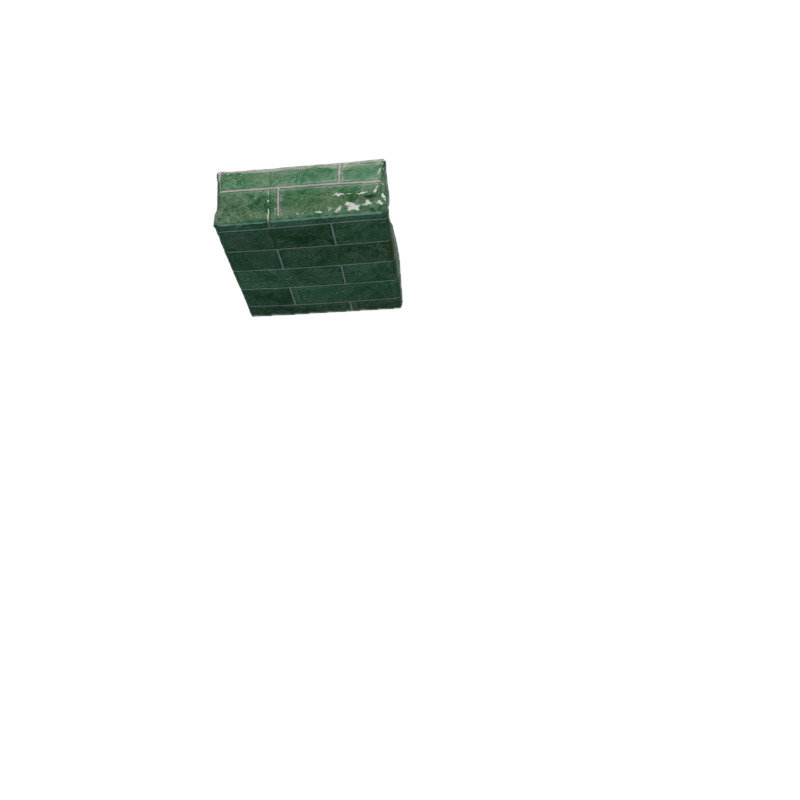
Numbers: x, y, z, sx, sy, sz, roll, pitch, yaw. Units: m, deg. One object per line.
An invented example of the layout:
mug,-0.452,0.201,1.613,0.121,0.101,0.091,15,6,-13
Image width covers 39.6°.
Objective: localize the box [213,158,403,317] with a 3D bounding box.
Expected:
box,-0.039,-0.071,0.496,0.074,0.032,0.083,-3,-26,5
